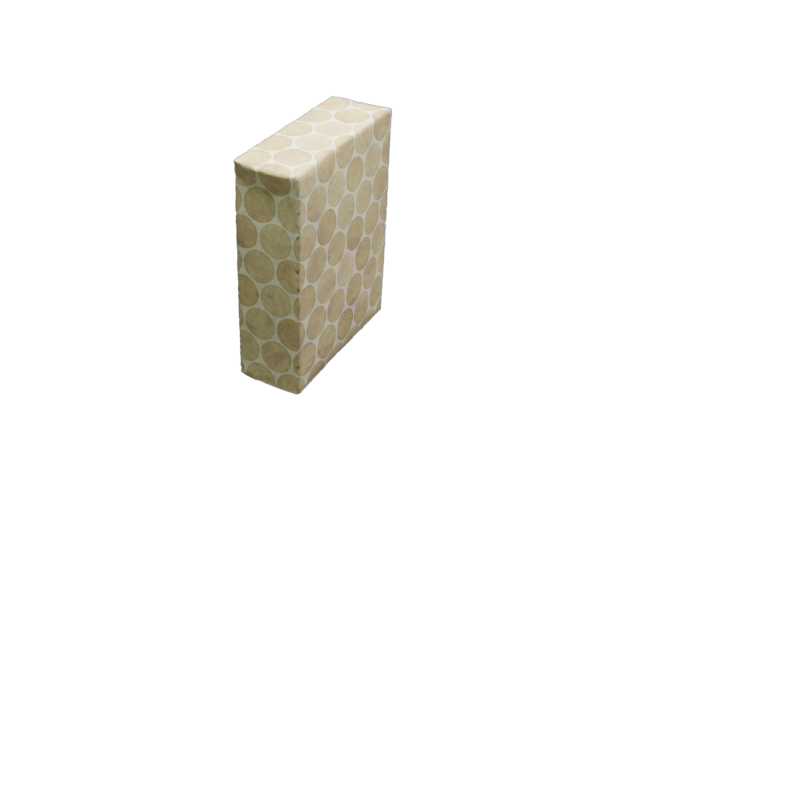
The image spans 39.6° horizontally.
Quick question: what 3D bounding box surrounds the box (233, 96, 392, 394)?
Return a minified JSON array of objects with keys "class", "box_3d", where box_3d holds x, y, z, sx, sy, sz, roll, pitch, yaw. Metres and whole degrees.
[{"class":"box","box_3d":[-0.077,-0.140,0.980,0.075,0.201,0.168,16,36,21]}]
